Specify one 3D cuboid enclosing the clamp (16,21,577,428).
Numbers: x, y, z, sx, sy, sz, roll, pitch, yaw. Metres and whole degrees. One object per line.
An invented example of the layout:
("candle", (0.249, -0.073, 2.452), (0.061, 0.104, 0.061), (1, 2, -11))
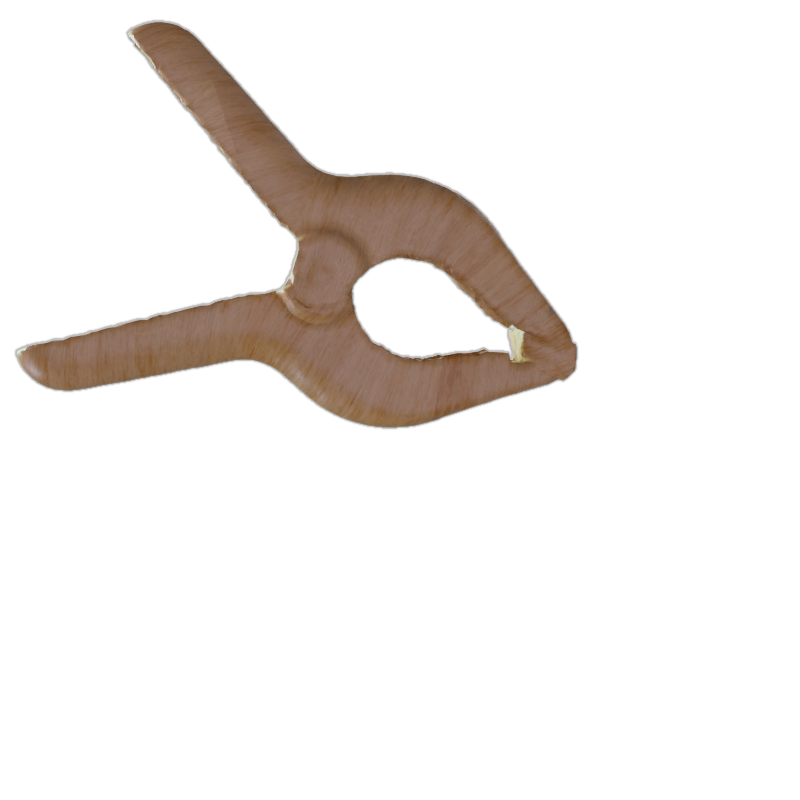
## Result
("clamp", (-0.027, -0.050, 0.350), (0.171, 0.119, 0.040), (10, 4, -1))
